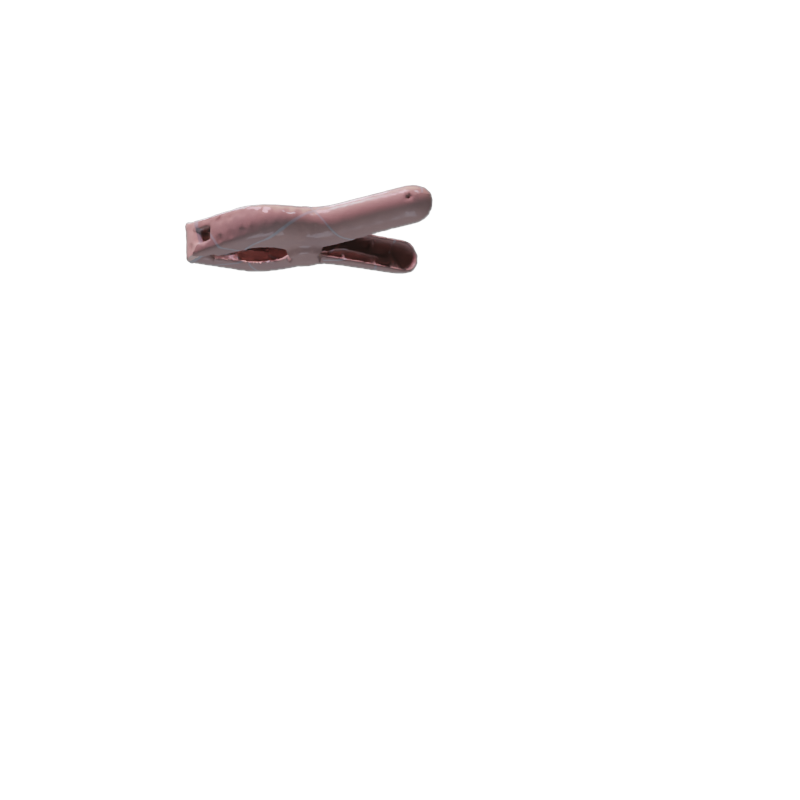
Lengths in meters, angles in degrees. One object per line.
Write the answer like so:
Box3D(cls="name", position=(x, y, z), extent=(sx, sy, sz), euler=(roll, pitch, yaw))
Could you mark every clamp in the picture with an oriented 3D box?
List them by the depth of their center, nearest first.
Box3D(cls="clamp", position=(-0.061, -0.111, 0.776), extent=(0.173, 0.041, 0.113), euler=(-3, -21, 7))
